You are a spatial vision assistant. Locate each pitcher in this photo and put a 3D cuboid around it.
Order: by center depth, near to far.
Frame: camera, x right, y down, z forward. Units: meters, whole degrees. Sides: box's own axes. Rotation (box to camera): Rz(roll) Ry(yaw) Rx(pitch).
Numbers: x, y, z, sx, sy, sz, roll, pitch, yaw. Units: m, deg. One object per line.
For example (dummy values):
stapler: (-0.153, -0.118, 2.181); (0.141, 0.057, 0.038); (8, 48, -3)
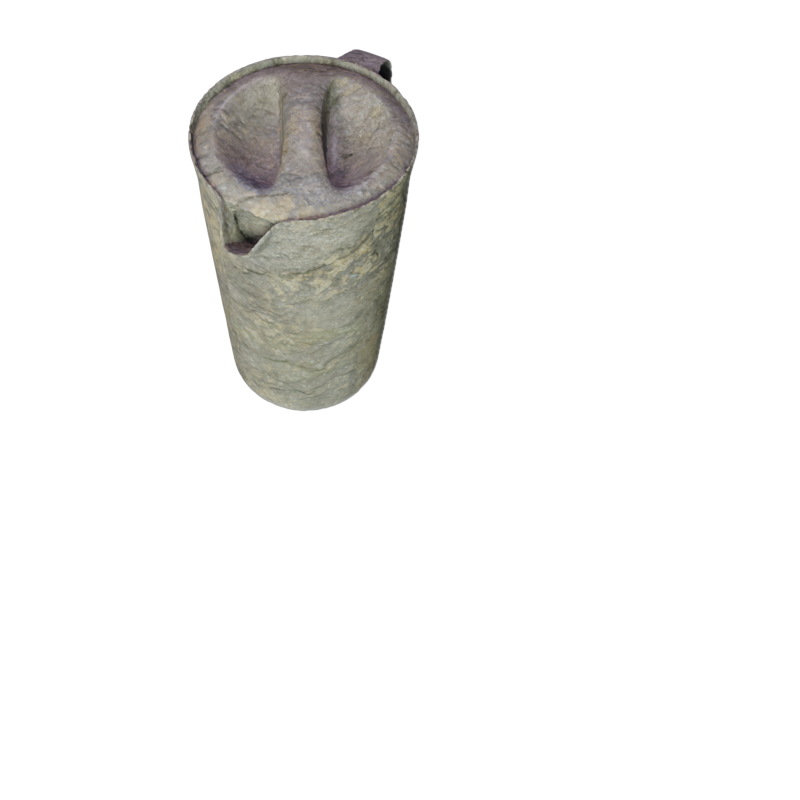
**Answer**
pitcher: (-0.057, -0.105, 0.734); (0.148, 0.156, 0.227); (-16, -31, -13)
